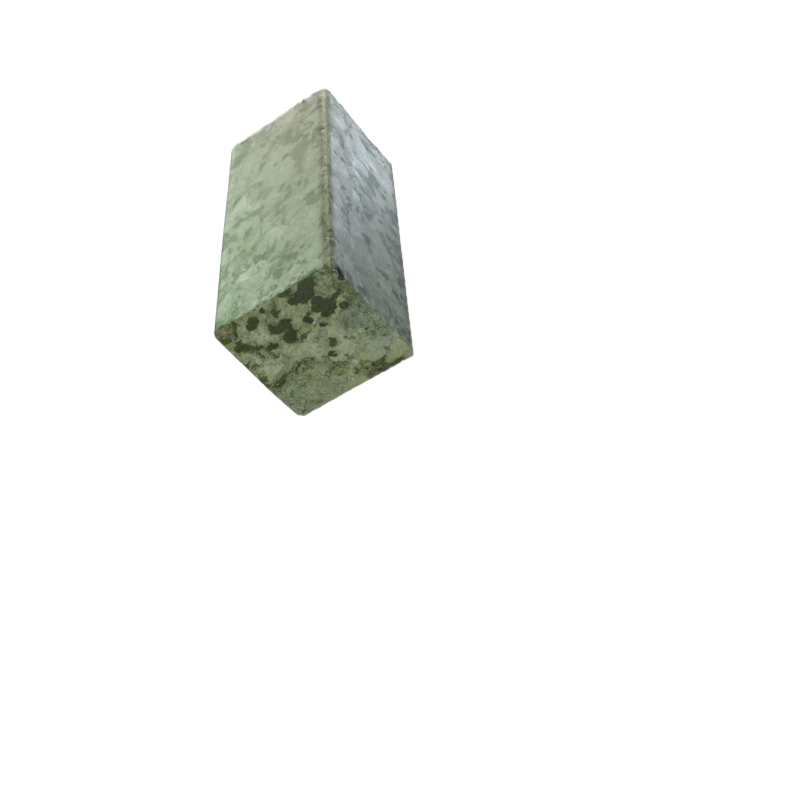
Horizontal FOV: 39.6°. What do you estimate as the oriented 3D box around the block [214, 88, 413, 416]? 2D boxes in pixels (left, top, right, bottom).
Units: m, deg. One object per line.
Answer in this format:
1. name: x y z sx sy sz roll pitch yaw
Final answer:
1. block: -0.059 -0.106 0.742 0.090 0.221 0.084 -30 -53 21
